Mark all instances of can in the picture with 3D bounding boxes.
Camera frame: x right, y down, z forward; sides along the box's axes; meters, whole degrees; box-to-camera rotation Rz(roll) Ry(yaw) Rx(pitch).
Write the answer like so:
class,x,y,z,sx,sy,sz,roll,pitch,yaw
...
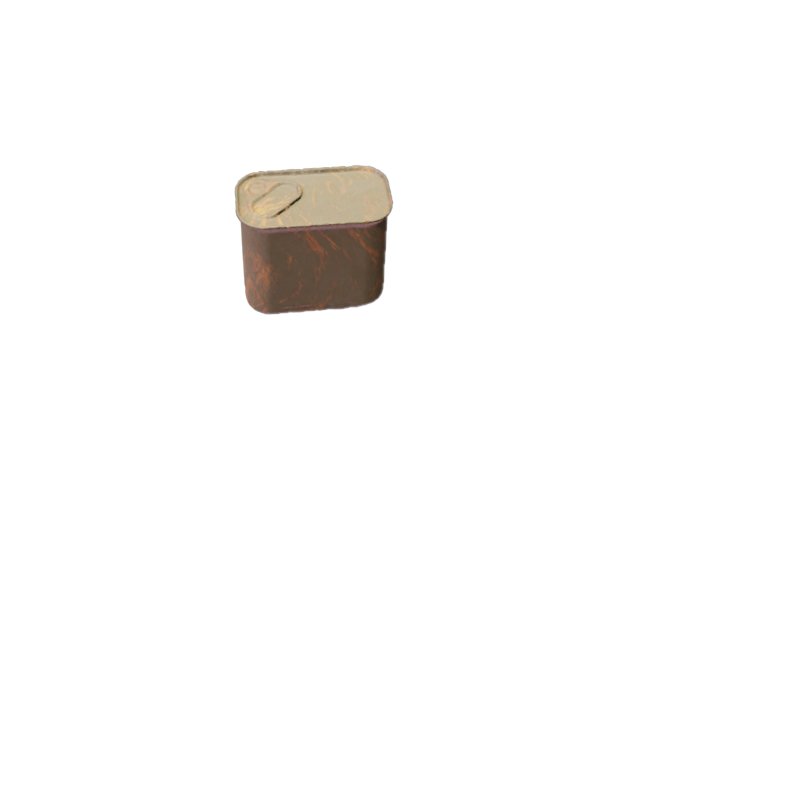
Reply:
class,x,y,z,sx,sy,sz,roll,pitch,yaw
can,-0.059,-0.107,0.748,0.101,0.062,0.078,-4,-43,-5
